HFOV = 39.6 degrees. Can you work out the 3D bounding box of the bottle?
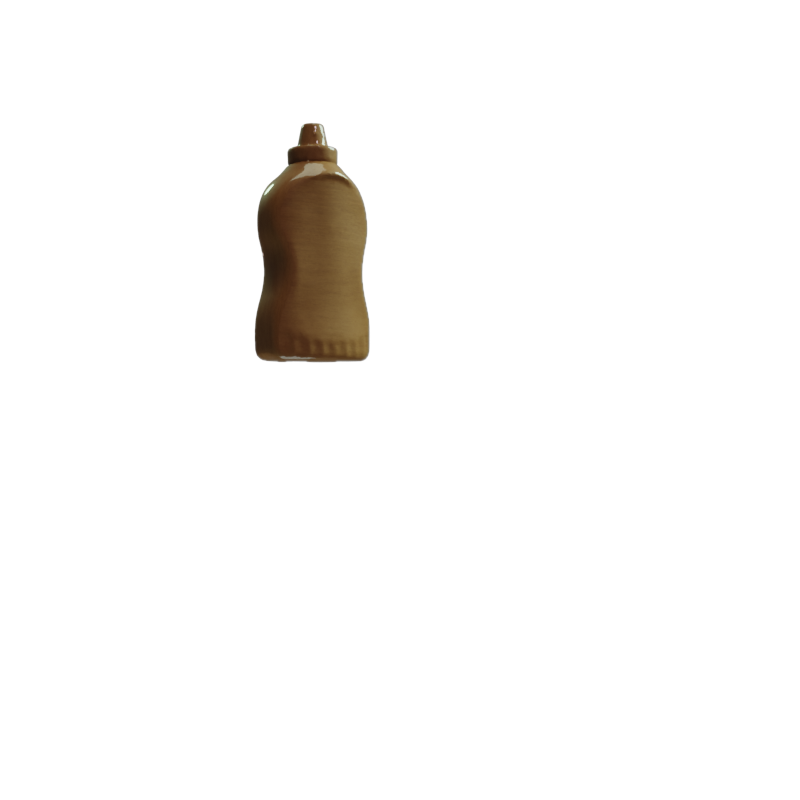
[{"bbox_3d":[-0.070,-0.127,0.890,0.092,0.195,0.060,4,-7,-37],"label":"bottle"}]
